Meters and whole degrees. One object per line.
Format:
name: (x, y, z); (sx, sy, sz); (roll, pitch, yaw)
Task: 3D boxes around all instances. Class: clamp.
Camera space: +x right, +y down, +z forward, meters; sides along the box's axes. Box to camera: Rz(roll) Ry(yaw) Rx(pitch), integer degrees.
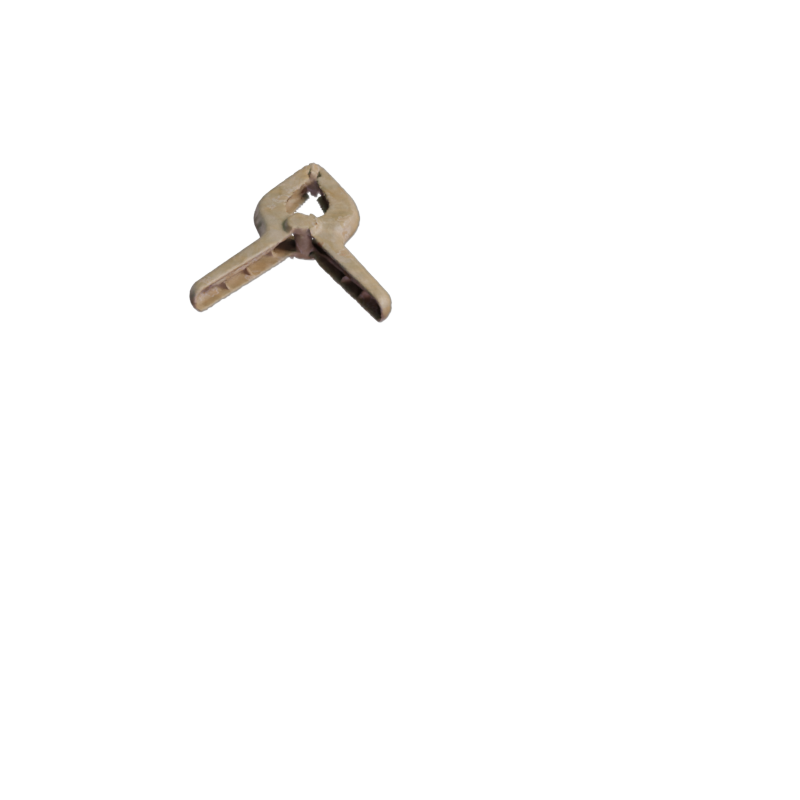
clamp: (-0.076, -0.138, 0.965); (0.167, 0.034, 0.222); (7, 42, 8)
